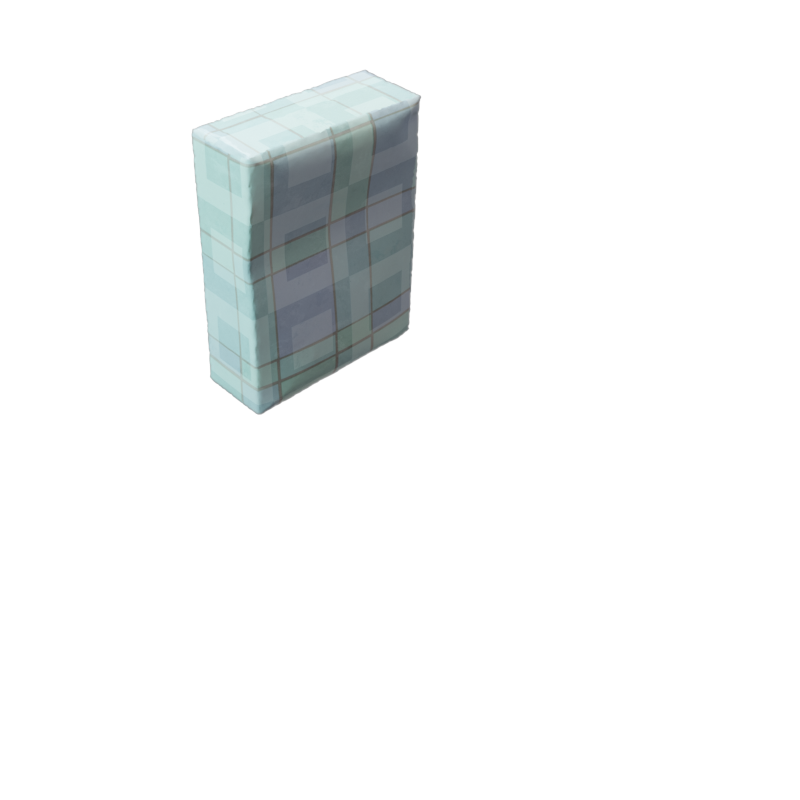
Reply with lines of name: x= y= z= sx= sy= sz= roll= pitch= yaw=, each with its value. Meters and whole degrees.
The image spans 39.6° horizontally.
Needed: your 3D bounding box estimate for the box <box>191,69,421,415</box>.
box: x=-0.065 y=-0.118 z=0.826 sx=0.164 sy=0.200 sz=0.077 roll=-28 pitch=45 yaw=-36
